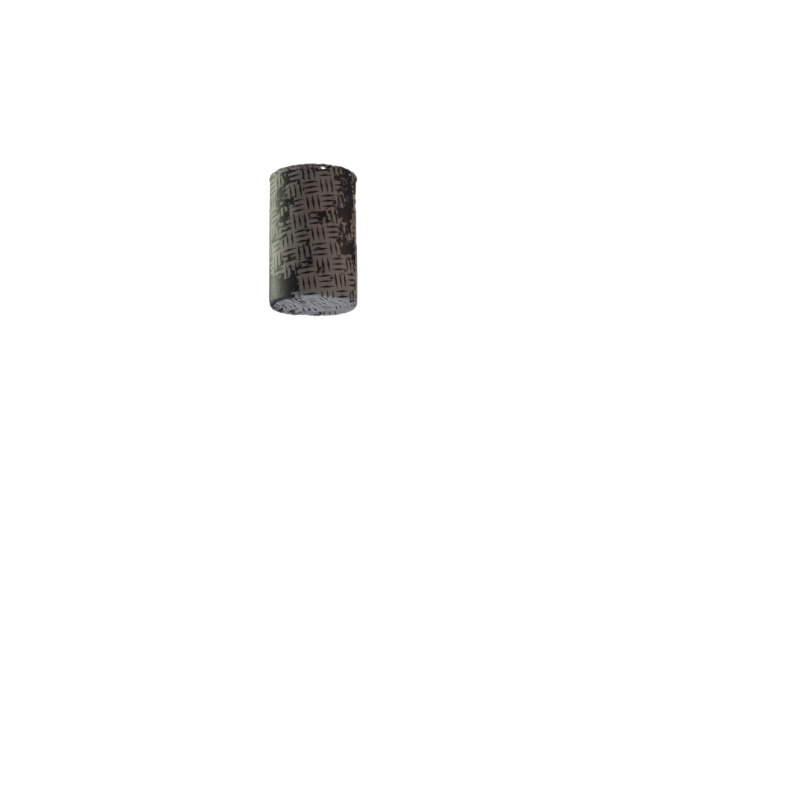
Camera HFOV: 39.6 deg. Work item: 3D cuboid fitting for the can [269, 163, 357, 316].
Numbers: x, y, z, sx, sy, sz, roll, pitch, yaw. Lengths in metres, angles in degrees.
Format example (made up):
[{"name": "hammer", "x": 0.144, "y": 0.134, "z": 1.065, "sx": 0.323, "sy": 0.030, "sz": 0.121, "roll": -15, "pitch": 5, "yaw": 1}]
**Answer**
[{"name": "can", "x": -0.066, "y": -0.120, "z": 0.841, "sx": 0.068, "sy": 0.106, "sz": 0.066, "roll": 0, "pitch": -14, "yaw": -2}]
